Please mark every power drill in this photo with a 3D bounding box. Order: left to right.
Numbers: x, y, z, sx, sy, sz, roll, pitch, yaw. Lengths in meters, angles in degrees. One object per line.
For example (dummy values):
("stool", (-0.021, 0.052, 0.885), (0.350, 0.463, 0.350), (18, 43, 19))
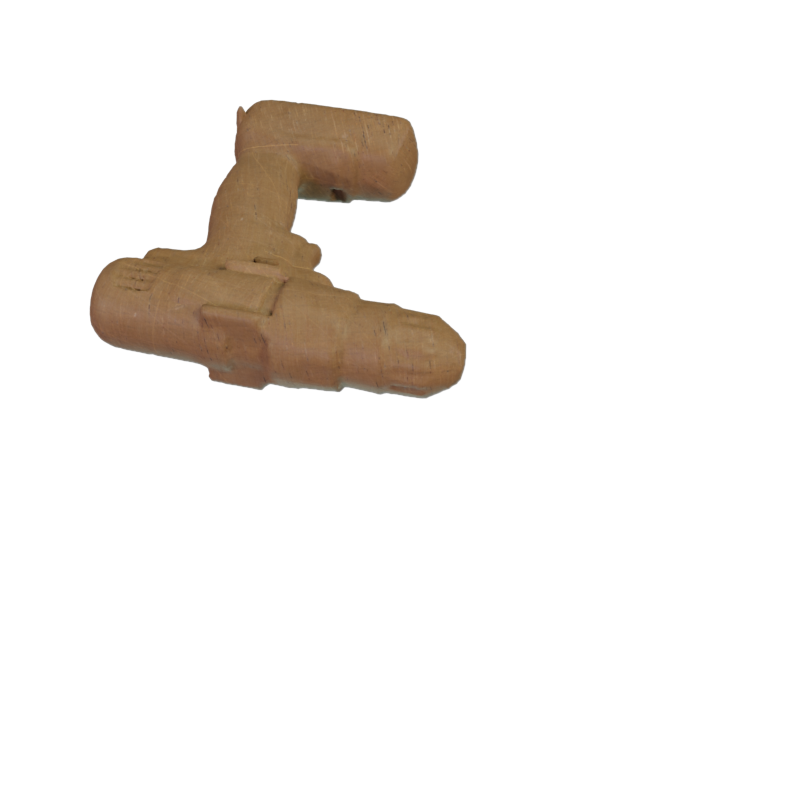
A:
("power drill", (-0.045, -0.083, 0.580), (0.188, 0.053, 0.197), (10, 43, 10))
